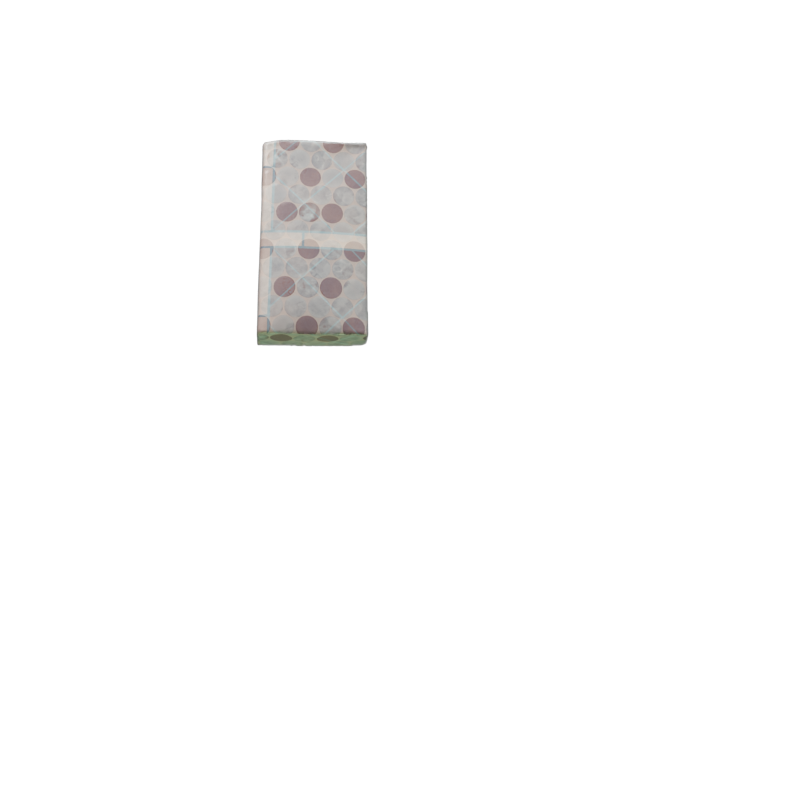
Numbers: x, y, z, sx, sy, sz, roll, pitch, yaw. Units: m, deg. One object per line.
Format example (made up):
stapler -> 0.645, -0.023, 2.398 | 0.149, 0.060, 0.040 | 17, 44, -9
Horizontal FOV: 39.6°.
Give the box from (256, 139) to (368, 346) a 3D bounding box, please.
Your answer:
box -> -0.074, -0.135, 0.946 | 0.093, 0.184, 0.046 | 0, -18, -4
